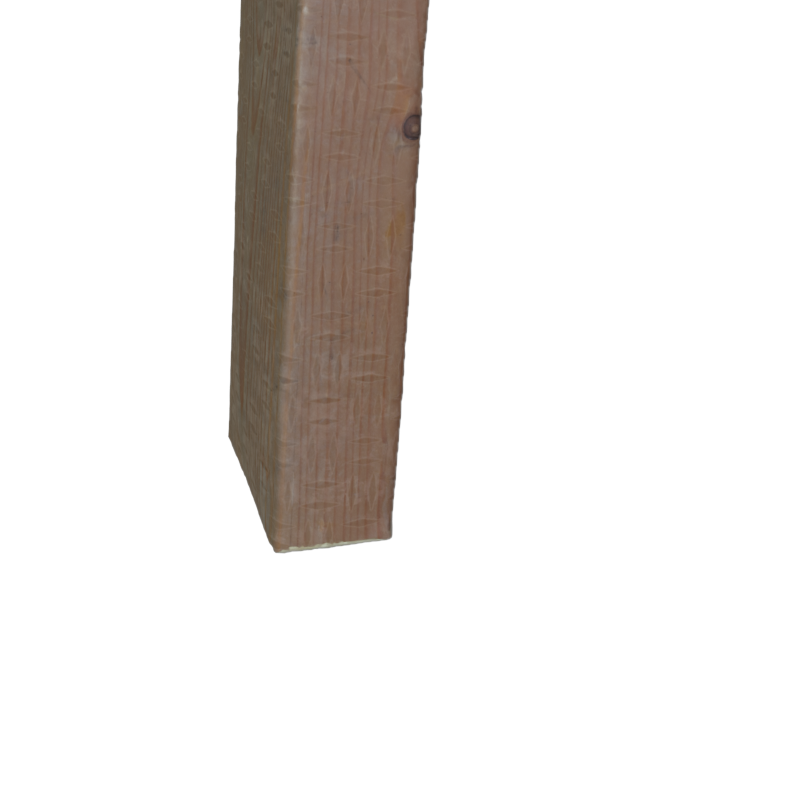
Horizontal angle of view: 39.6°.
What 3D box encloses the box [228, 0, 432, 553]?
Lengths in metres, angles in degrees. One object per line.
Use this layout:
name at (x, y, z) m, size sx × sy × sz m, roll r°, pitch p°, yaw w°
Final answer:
box at (-0.029, -0.052, 0.364) m, size 0.047 × 0.170 × 0.098 m, roll -3°, pitch 16°, yaw -17°
